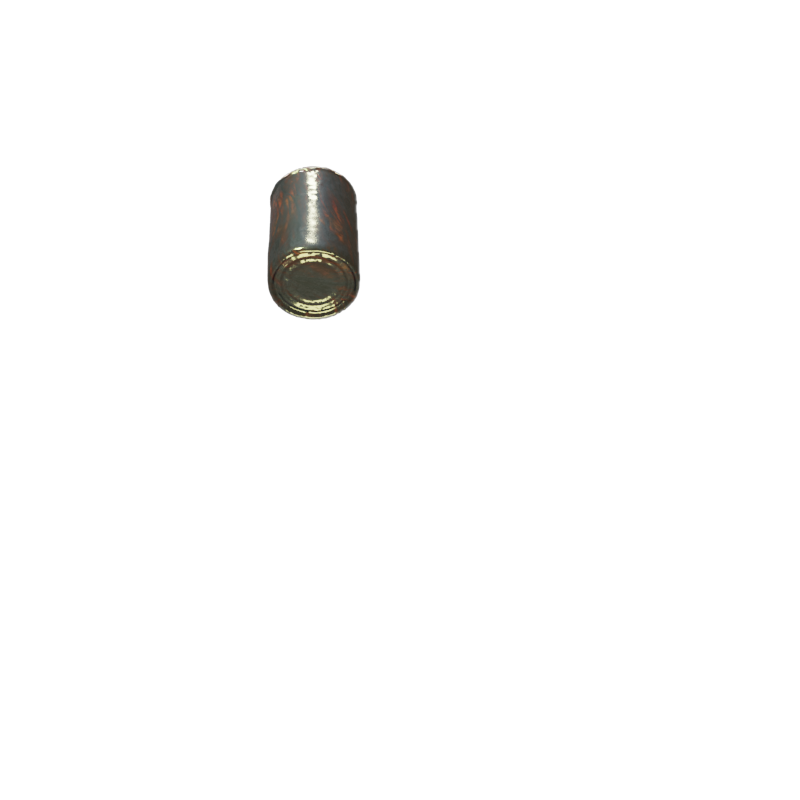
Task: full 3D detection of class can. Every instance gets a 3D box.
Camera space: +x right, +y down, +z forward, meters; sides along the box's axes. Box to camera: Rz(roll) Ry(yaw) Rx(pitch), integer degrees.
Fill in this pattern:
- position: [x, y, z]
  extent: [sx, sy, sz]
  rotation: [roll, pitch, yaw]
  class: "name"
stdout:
- position: [-0.065, -0.118, 0.825]
  extent: [0.068, 0.064, 0.110]
  rotation: [-1, 42, -3]
  class: "can"
